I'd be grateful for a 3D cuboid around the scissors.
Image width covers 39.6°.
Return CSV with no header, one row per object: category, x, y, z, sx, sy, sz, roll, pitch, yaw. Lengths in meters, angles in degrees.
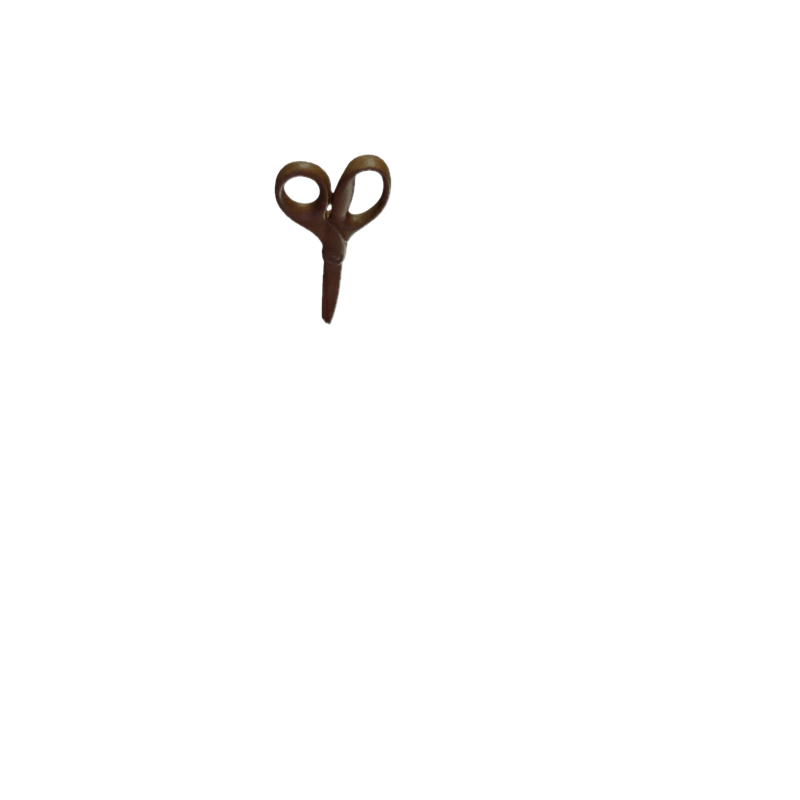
scissors,-0.069,-0.126,0.881,0.094,0.017,0.193,13,-38,-17
